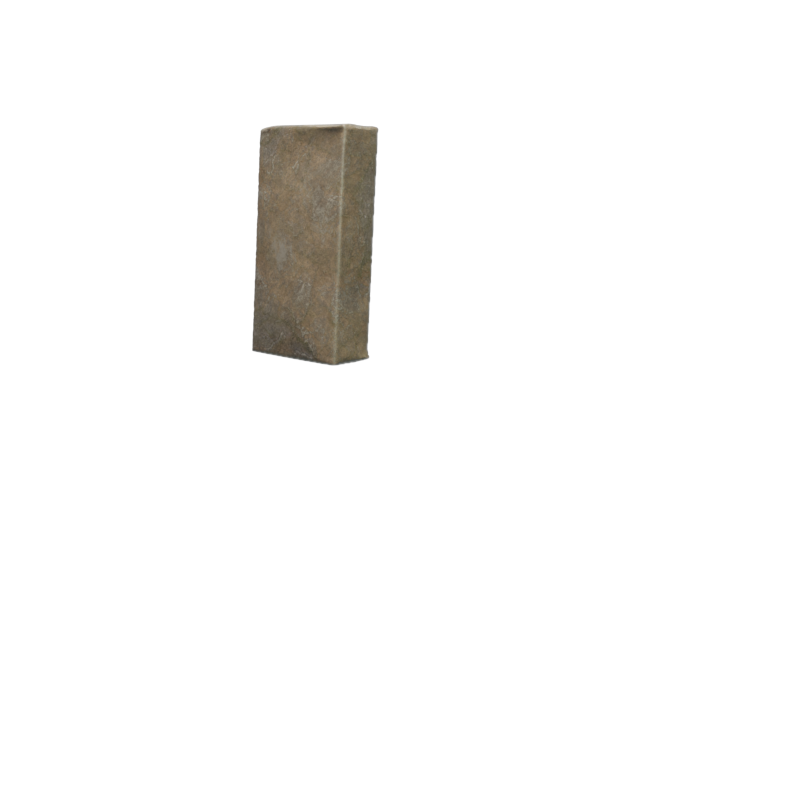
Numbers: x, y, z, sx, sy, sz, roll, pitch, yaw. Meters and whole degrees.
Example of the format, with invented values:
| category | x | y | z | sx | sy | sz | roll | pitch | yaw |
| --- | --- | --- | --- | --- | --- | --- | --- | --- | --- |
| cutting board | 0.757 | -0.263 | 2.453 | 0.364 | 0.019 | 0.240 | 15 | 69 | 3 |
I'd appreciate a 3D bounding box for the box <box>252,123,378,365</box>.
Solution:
| category | x | y | z | sx | sy | sz | roll | pitch | yaw |
| --- | --- | --- | --- | --- | --- | --- | --- | --- | --- |
| box | -0.066 | -0.120 | 0.841 | 0.098 | 0.175 | 0.046 | 5 | 6 | 42 |
